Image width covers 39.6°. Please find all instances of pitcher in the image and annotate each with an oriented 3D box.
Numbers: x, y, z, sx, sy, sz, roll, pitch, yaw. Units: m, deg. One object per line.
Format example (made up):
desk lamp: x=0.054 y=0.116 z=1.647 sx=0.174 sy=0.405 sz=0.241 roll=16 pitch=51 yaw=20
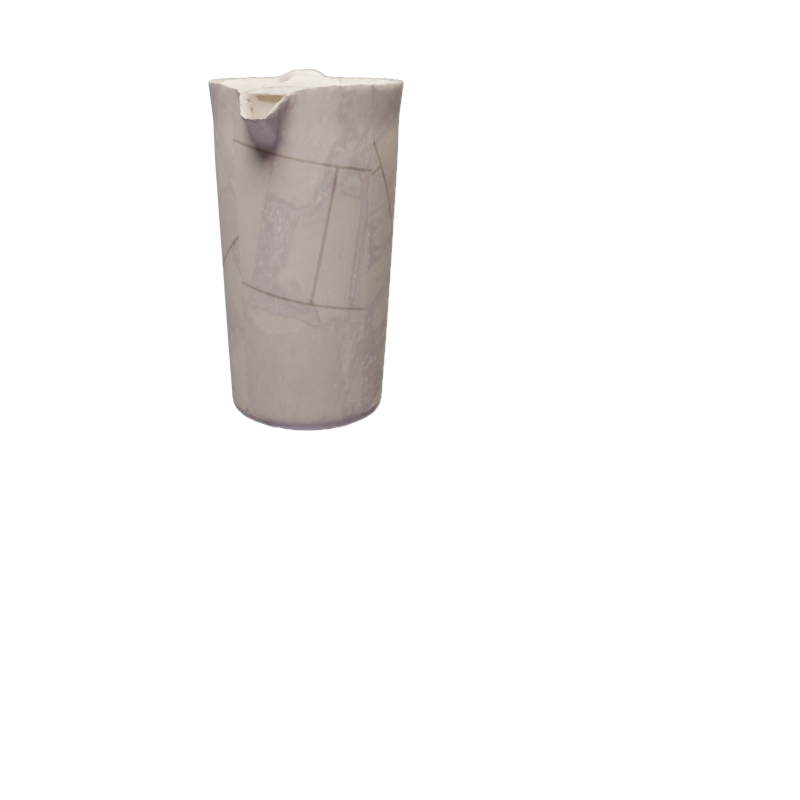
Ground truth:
pitcher: x=-0.062 y=-0.113 z=0.789 sx=0.145 sy=0.236 sz=0.153 roll=-6 pitch=15 yaw=-25
